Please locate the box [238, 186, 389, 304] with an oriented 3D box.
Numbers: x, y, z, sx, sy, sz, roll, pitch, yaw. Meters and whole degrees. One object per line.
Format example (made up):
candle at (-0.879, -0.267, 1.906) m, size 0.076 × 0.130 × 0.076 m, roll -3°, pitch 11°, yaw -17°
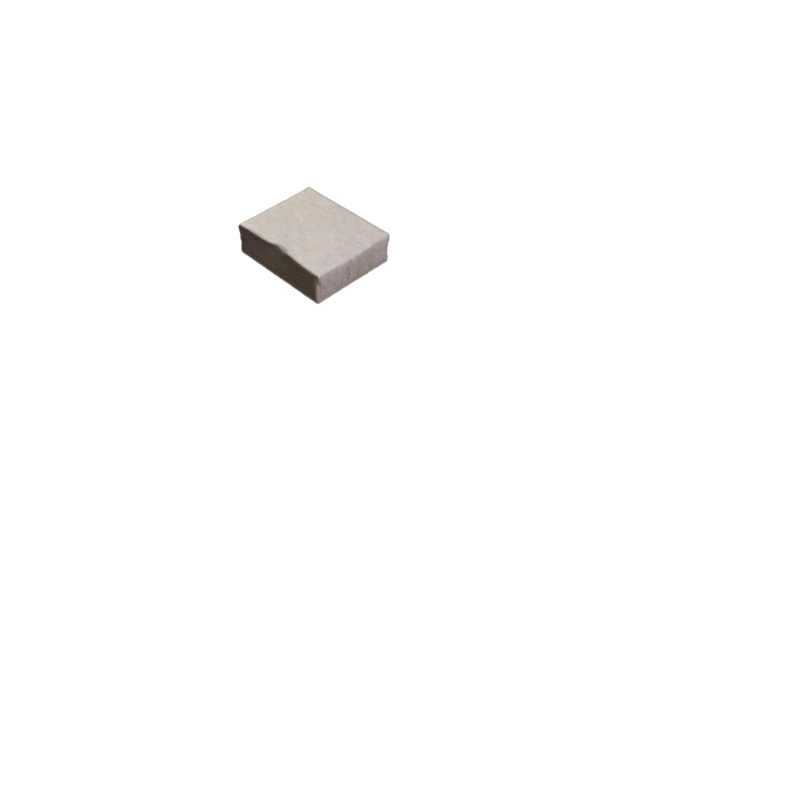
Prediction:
box at (-0.065, -0.118, 0.825) m, size 0.073 × 0.028 × 0.095 m, roll -33°, pitch 52°, yaw -31°
